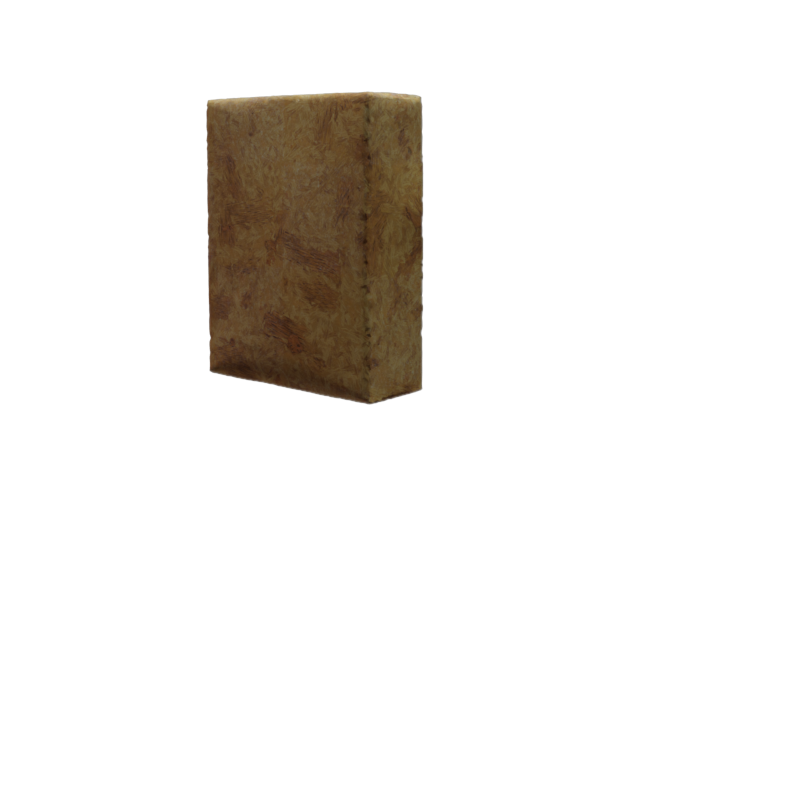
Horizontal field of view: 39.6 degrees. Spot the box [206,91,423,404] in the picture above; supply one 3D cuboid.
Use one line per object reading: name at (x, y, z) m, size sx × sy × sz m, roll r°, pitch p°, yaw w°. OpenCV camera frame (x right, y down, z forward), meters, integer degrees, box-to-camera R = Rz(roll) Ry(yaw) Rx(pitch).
box at (-0.064, -0.117, 0.822) m, size 0.172 × 0.211 × 0.070 m, roll 7°, pitch 8°, yaw 40°
